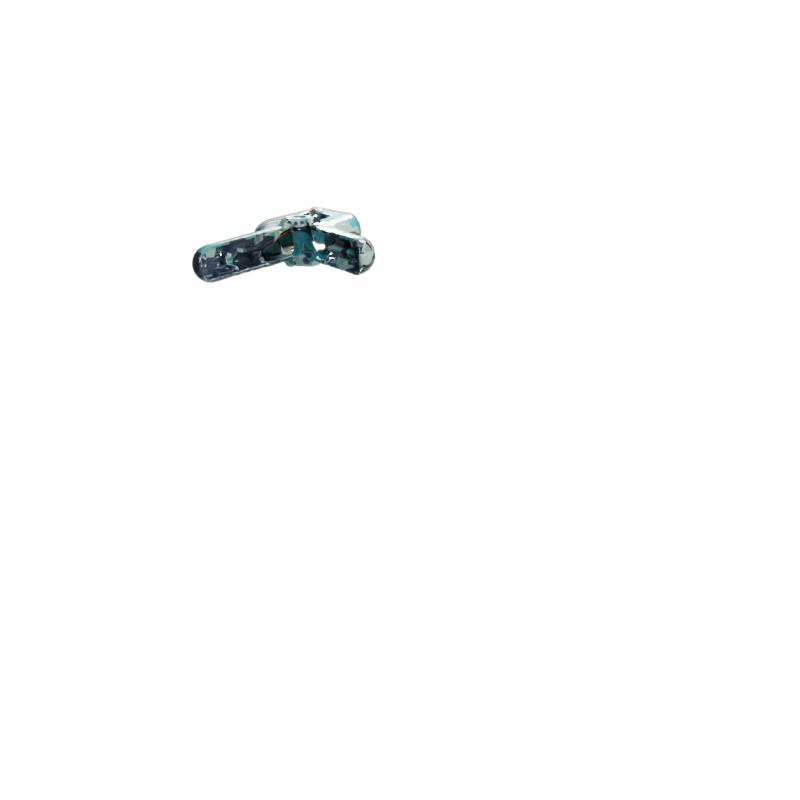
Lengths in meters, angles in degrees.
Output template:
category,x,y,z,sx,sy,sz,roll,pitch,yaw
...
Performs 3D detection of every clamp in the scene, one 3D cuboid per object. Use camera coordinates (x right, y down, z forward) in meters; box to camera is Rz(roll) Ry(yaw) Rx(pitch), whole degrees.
category,x,y,z,sx,sy,sz,roll,pitch,yaw
clamp,-0.061,-0.112,0.786,0.123,0.038,0.174,5,21,14
